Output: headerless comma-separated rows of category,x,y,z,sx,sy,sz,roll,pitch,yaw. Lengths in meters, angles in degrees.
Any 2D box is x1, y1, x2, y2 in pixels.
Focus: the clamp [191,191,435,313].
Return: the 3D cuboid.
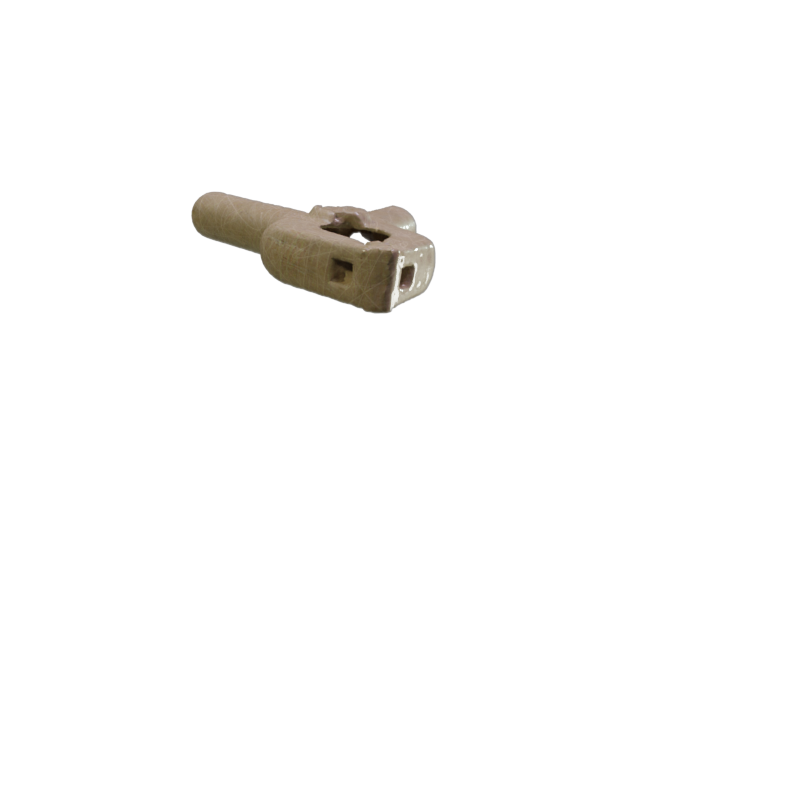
clamp,-0.041,-0.075,0.526,0.119,0.038,0.177,-2,14,-6
